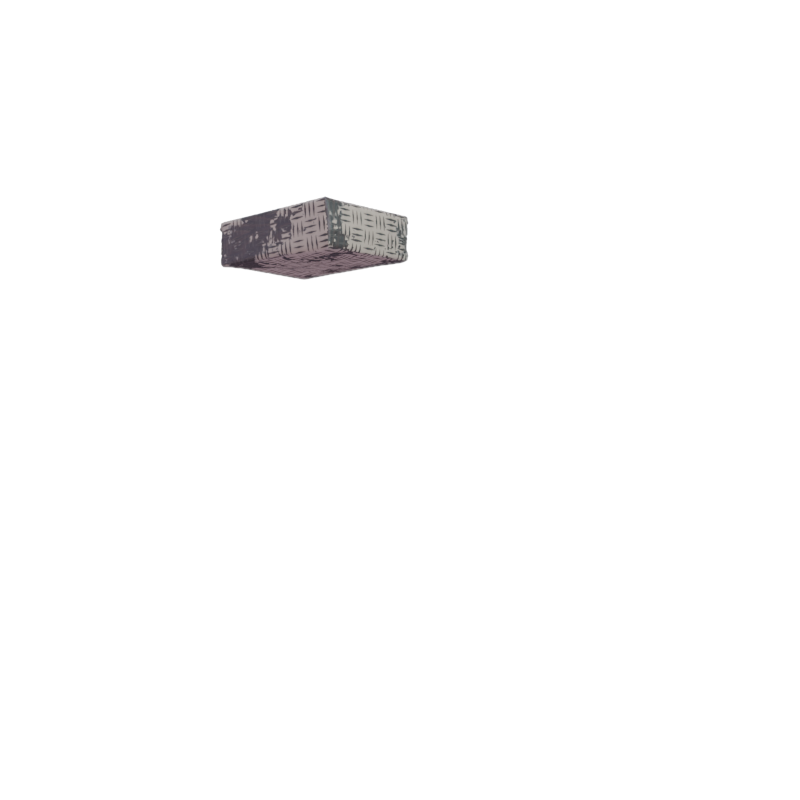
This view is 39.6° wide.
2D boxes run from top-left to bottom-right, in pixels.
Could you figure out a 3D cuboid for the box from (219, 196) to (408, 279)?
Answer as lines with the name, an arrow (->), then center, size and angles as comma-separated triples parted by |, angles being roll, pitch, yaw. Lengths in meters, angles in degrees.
box -> -0.064, -0.117, 0.822 | 0.117, 0.040, 0.086 | -2, -4, 42
